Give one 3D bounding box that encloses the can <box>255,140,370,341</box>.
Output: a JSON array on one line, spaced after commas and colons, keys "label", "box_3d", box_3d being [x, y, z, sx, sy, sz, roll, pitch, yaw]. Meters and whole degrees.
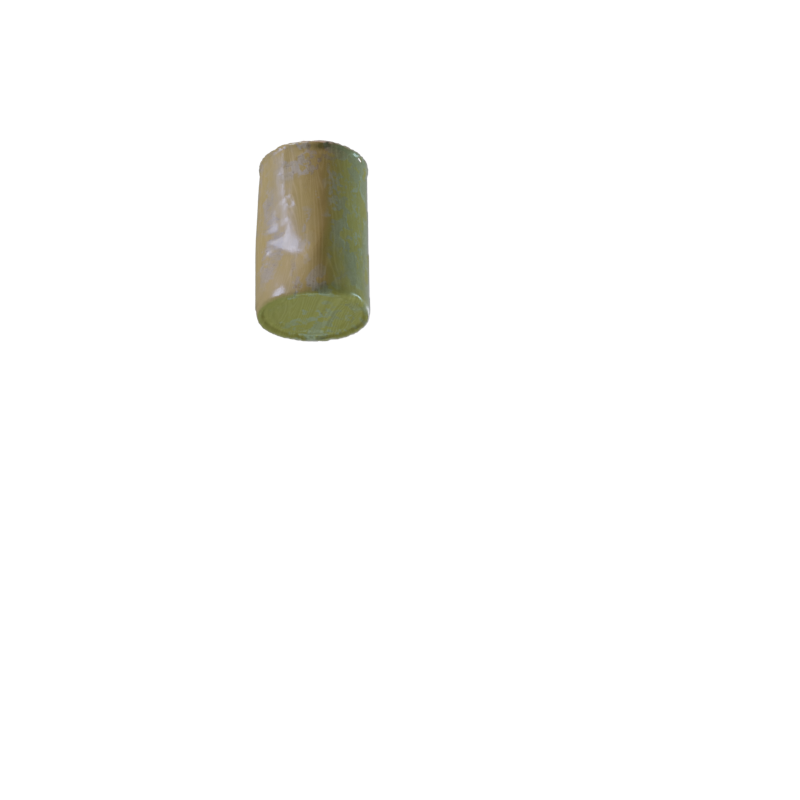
[{"label": "can", "box_3d": [-0.052, -0.094, 0.662, 0.068, 0.108, 0.065, 0, -26, -2]}]
